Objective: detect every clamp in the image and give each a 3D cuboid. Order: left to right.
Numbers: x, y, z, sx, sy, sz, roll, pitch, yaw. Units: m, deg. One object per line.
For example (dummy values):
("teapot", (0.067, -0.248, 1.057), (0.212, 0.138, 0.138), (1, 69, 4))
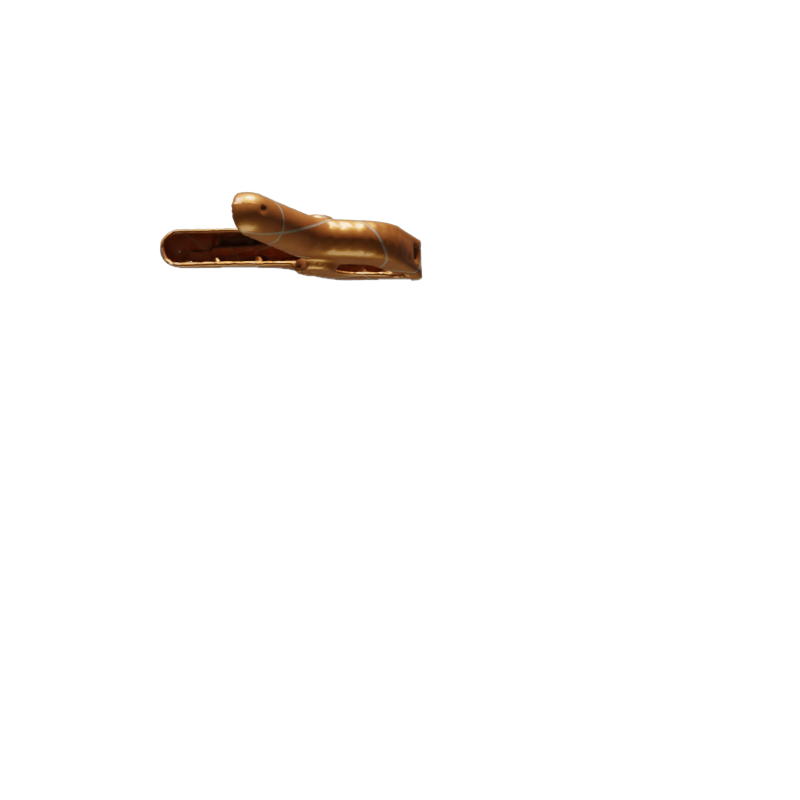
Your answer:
("clamp", (-0.054, -0.099, 0.694), (0.167, 0.040, 0.122), (0, 0, -23))
